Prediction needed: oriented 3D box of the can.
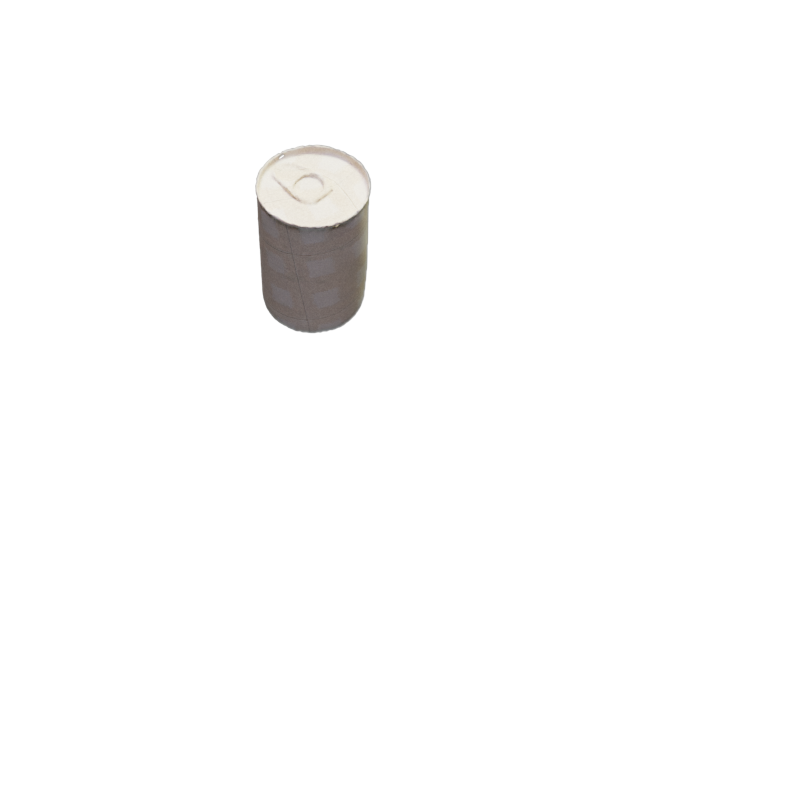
[{"bbox_3d":[-0.054,-0.098,0.685,0.068,0.073,0.095,0,-38,-3],"label":"can"}]
